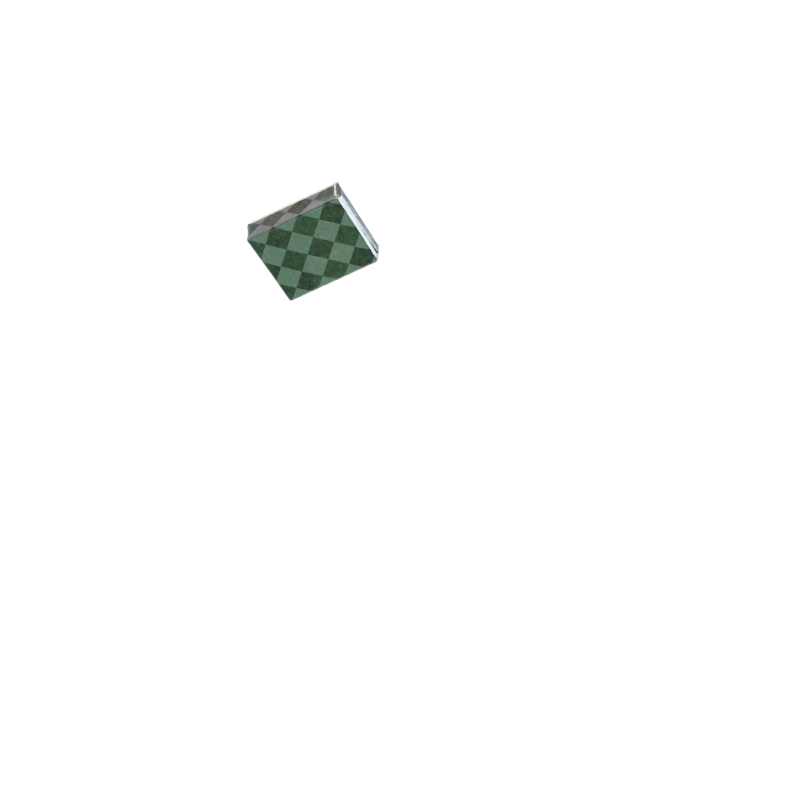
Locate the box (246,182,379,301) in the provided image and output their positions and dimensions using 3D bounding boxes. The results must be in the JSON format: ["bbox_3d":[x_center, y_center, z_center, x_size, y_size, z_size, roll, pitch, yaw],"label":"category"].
[{"bbox_3d":[-0.073,-0.133,0.933,0.089,0.068,0.032,-23,34,16],"label":"box"}]
